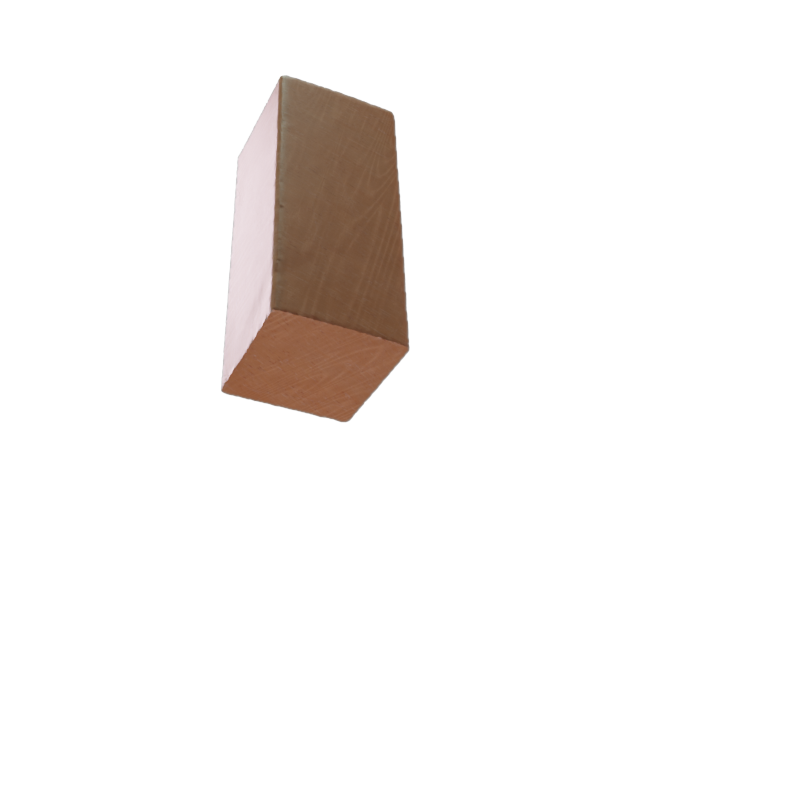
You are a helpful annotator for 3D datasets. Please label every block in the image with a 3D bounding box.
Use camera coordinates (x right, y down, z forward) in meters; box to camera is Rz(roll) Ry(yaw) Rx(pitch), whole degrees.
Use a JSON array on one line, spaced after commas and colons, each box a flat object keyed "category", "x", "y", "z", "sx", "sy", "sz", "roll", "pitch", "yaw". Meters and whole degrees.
[{"category": "block", "x": -0.056, "y": -0.104, "z": 0.730, "sx": 0.087, "sy": 0.221, "sz": 0.088, "roll": 15, "pitch": -42, "yaw": -21}]
